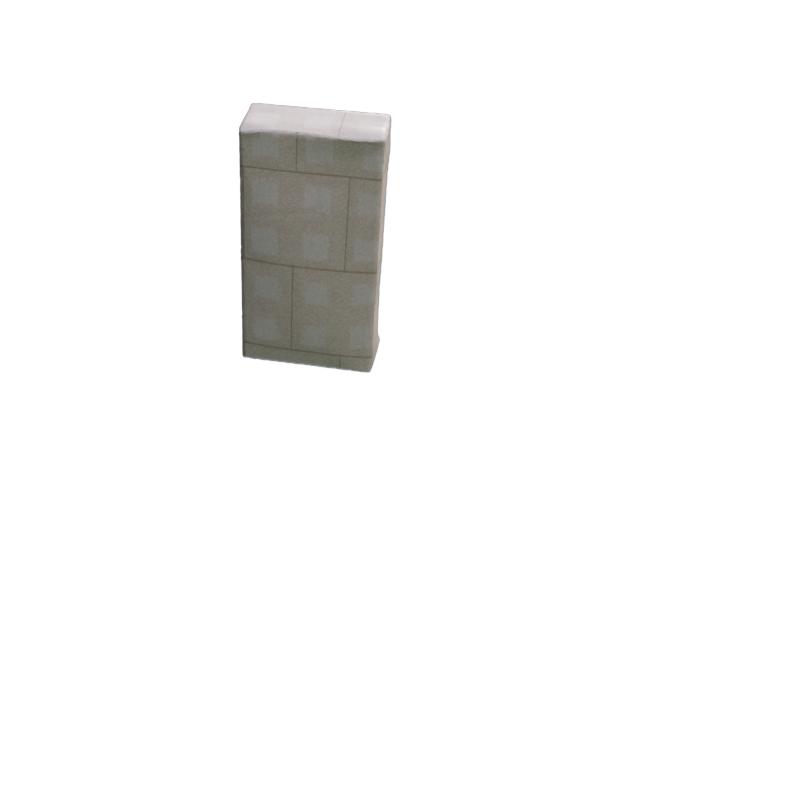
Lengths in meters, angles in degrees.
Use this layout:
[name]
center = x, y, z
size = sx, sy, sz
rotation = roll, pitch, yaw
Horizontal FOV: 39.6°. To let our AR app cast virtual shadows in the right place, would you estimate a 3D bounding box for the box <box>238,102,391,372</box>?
[box]
center = -0.057, -0.104, 0.728
size = 0.094, 0.165, 0.051
rotation = 7, 36, 6
